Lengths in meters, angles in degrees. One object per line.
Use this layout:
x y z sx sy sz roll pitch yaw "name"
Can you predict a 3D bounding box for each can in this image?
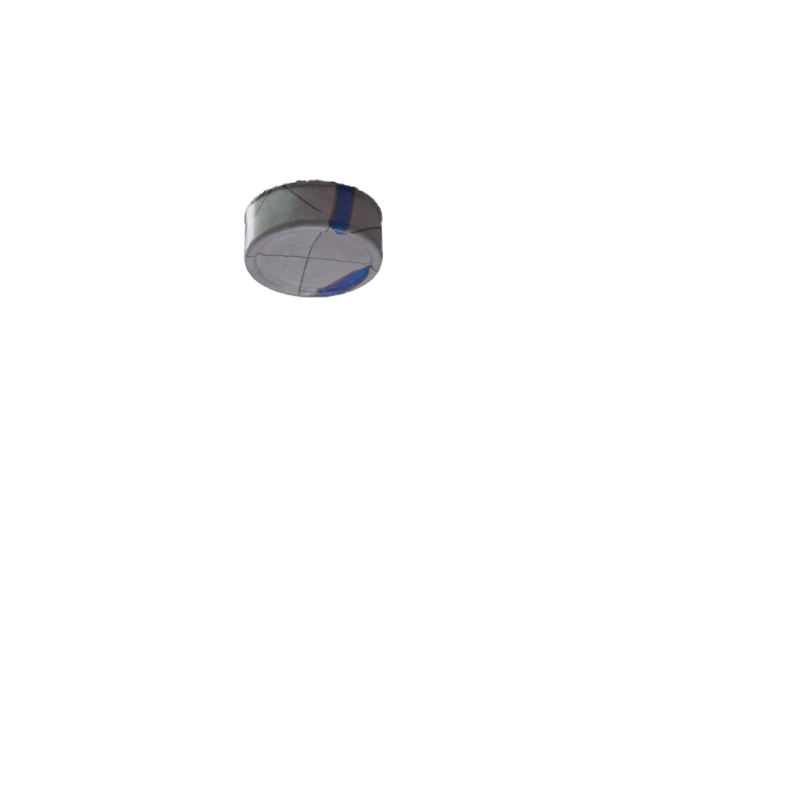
-0.053 -0.097 0.678 0.086 0.036 0.081 1 -27 -2 "can"
